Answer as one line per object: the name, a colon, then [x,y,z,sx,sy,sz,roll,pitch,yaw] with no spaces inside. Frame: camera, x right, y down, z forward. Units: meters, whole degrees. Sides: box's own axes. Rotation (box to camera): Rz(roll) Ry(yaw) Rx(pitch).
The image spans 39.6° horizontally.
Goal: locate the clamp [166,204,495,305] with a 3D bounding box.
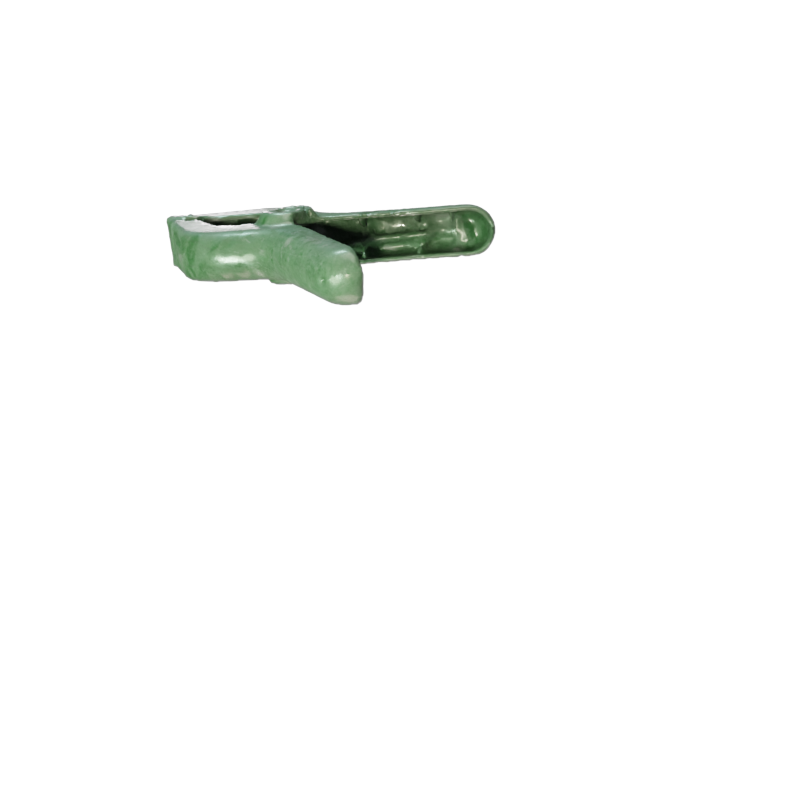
clamp: [-0.043,-0.078,0.548,0.117,0.038,0.181,-14,21,-42]
